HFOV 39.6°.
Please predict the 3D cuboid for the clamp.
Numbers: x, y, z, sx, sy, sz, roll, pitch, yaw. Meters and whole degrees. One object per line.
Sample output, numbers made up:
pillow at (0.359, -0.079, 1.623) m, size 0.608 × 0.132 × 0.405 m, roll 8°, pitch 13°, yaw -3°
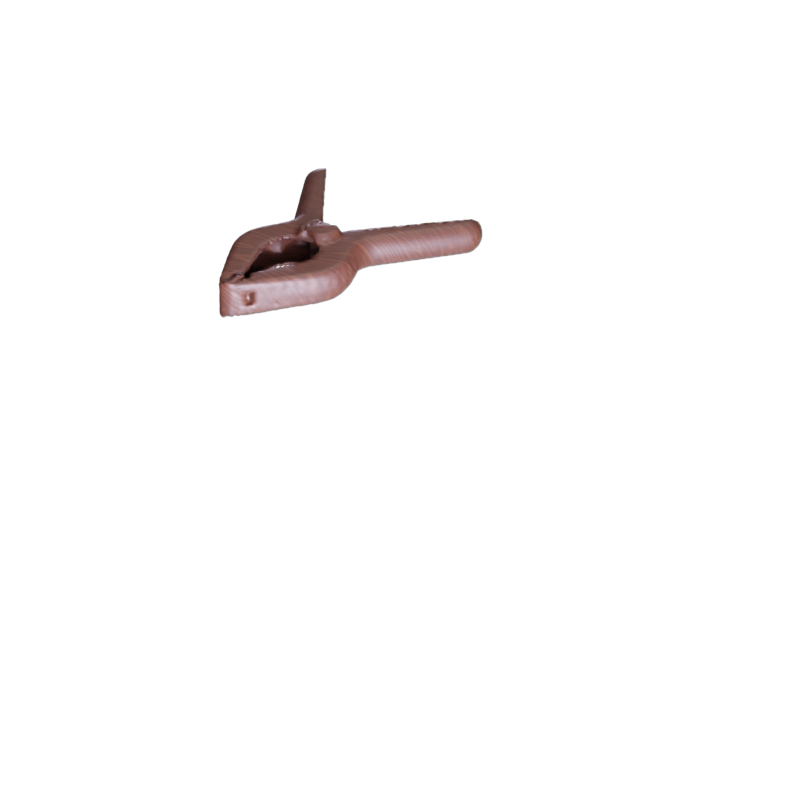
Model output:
clamp at (-0.065, -0.118, 0.825) m, size 0.175 × 0.034 × 0.209 m, roll 28°, pitch 42°, yaw 36°
